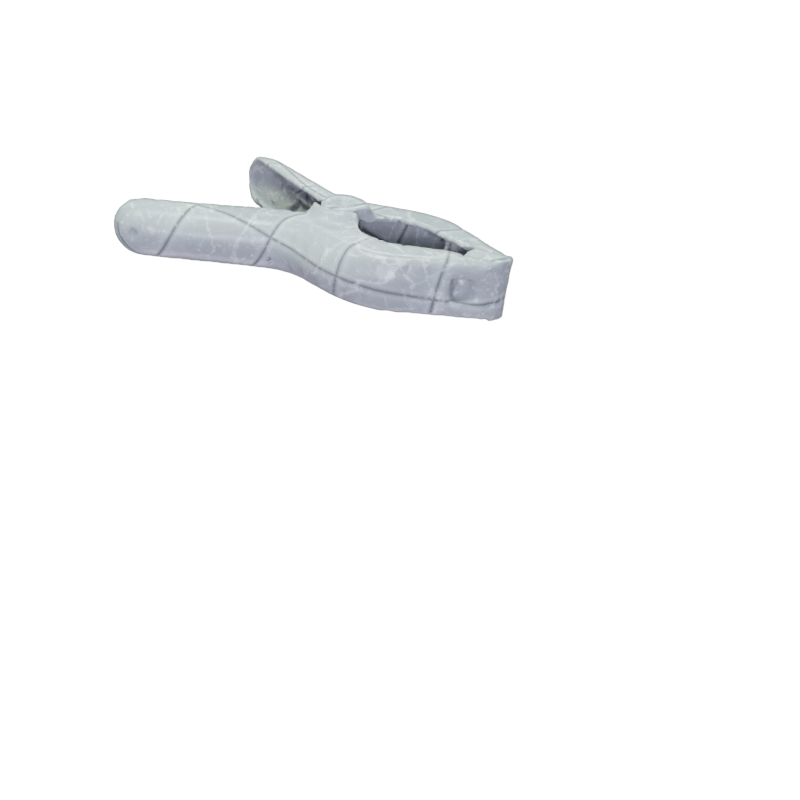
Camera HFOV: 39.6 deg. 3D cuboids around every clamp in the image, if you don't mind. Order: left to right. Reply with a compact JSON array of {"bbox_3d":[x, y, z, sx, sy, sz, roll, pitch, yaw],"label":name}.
[{"bbox_3d":[-0.039,-0.070,0.493,0.181,0.037,0.120,22,36,33],"label":"clamp"}]
